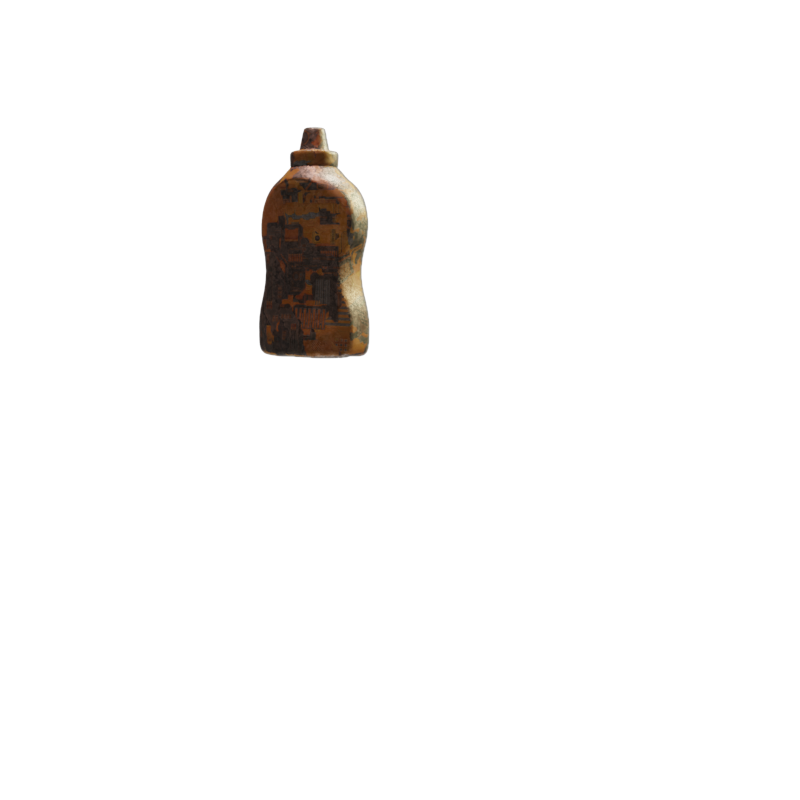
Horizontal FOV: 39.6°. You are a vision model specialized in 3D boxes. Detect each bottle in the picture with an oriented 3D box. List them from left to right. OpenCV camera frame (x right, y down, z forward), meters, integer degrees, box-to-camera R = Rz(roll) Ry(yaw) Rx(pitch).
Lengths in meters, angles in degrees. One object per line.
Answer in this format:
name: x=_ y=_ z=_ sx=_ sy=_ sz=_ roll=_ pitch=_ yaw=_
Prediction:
bottle: x=-0.073 y=-0.133 z=0.932 sx=0.100 sy=0.192 sz=0.056 roll=0 pitch=-1 yaw=36
